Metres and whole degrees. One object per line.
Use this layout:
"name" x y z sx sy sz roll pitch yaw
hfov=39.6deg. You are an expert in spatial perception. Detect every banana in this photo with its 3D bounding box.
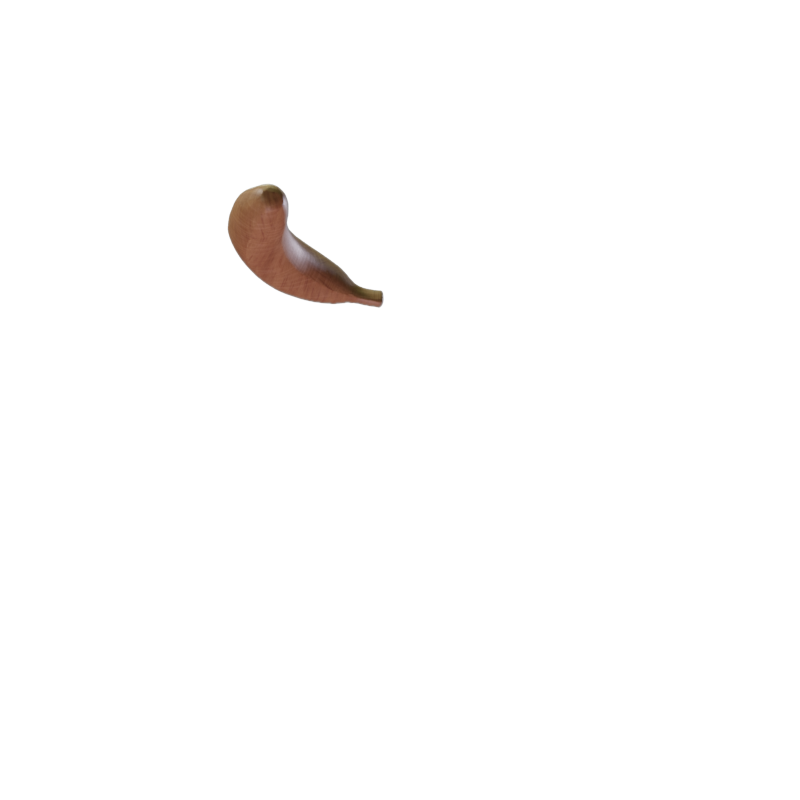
"banana" -0.072 -0.100 0.723 0.071 0.038 0.186 -5 -14 18
